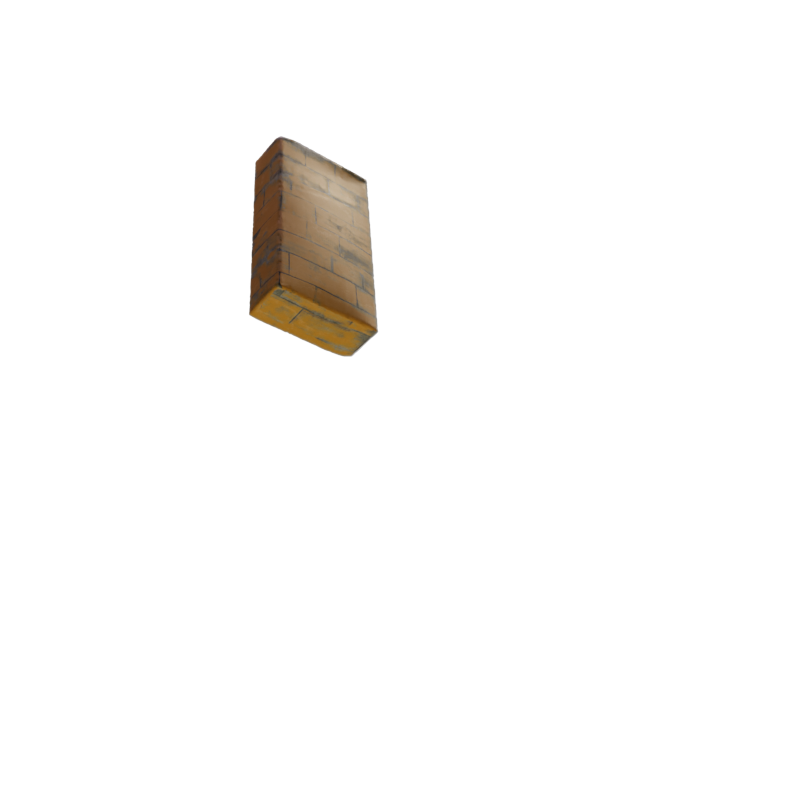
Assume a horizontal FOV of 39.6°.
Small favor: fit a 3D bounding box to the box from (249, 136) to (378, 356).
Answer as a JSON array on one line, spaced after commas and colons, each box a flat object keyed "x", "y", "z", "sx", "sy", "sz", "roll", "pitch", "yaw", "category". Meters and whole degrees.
[{"x": -0.068, "y": -0.125, "z": 0.873, "sx": 0.089, "sy": 0.189, "sz": 0.047, "roll": 23, "pitch": -47, "yaw": -28, "category": "box"}]
